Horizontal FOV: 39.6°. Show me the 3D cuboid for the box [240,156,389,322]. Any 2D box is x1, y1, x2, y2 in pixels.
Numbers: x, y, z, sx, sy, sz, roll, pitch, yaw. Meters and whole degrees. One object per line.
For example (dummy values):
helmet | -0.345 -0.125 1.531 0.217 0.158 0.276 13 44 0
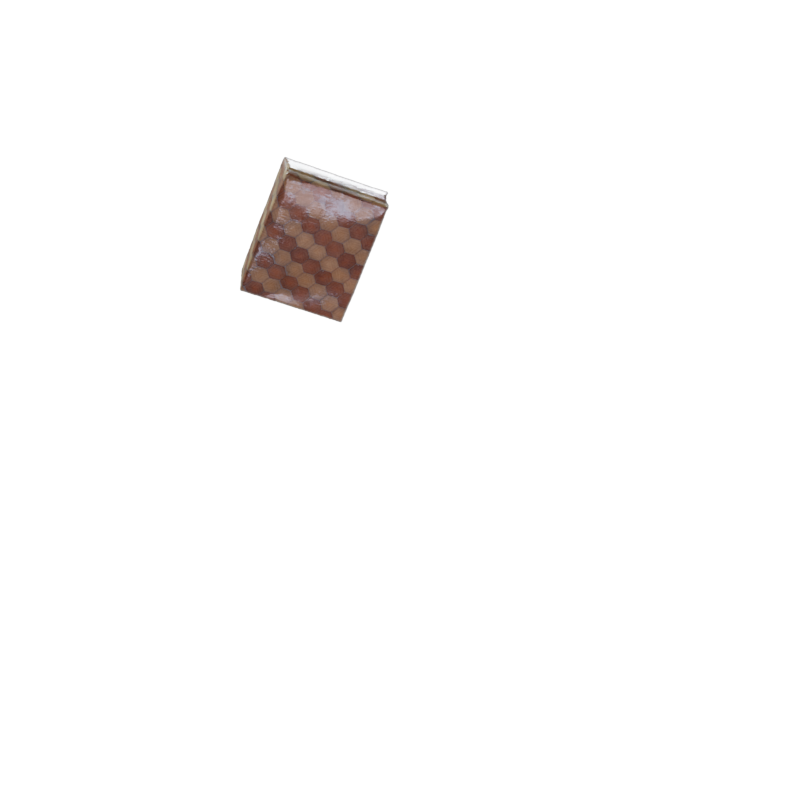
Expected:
box | -0.070 -0.128 0.893 0.088 0.109 0.041 19 27 -11
